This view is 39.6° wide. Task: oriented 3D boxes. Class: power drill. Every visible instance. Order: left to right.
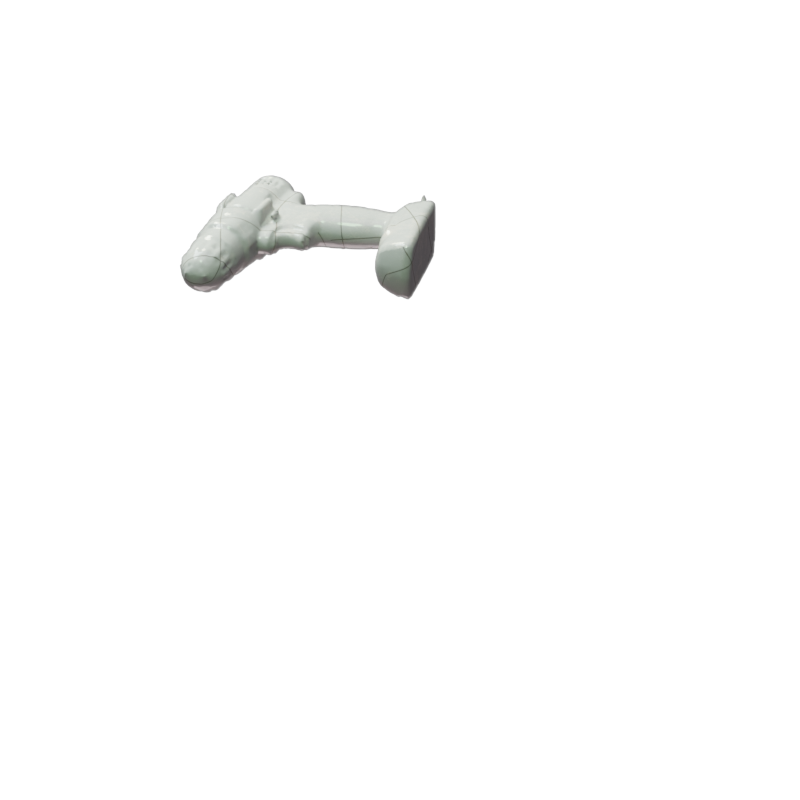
[{"bbox_3d":[-0.073,-0.133,0.933,0.193,0.054,0.191,10,34,14],"label":"power drill"}]
